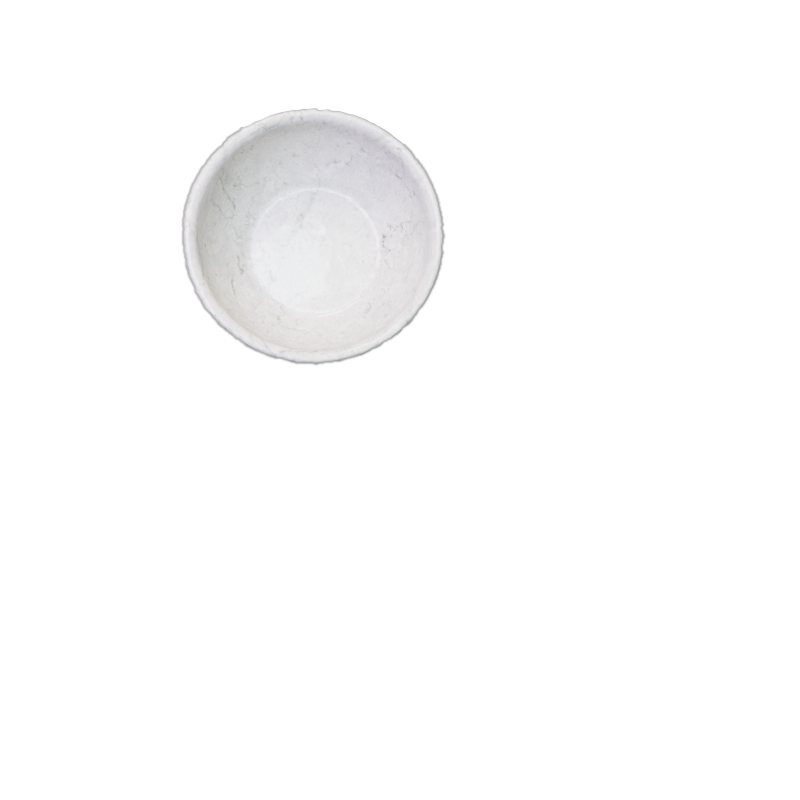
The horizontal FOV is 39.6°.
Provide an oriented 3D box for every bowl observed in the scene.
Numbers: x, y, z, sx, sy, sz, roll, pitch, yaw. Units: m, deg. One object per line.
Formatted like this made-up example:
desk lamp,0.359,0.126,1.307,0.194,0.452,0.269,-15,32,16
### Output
bowl,-0.055,-0.101,0.708,0.162,0.167,0.053,0,-11,-1
